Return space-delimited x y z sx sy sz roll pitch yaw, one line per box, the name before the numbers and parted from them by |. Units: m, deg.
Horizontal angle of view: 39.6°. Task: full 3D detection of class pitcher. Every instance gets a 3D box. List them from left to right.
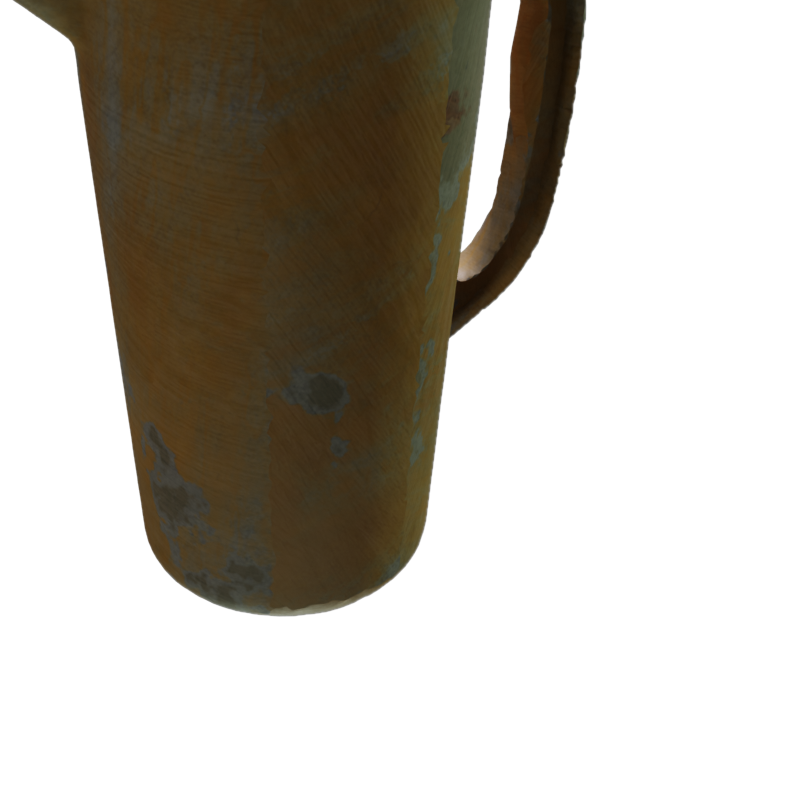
pitcher | -0.030 -0.054 0.380 0.154 0.229 0.149 12 30 17
